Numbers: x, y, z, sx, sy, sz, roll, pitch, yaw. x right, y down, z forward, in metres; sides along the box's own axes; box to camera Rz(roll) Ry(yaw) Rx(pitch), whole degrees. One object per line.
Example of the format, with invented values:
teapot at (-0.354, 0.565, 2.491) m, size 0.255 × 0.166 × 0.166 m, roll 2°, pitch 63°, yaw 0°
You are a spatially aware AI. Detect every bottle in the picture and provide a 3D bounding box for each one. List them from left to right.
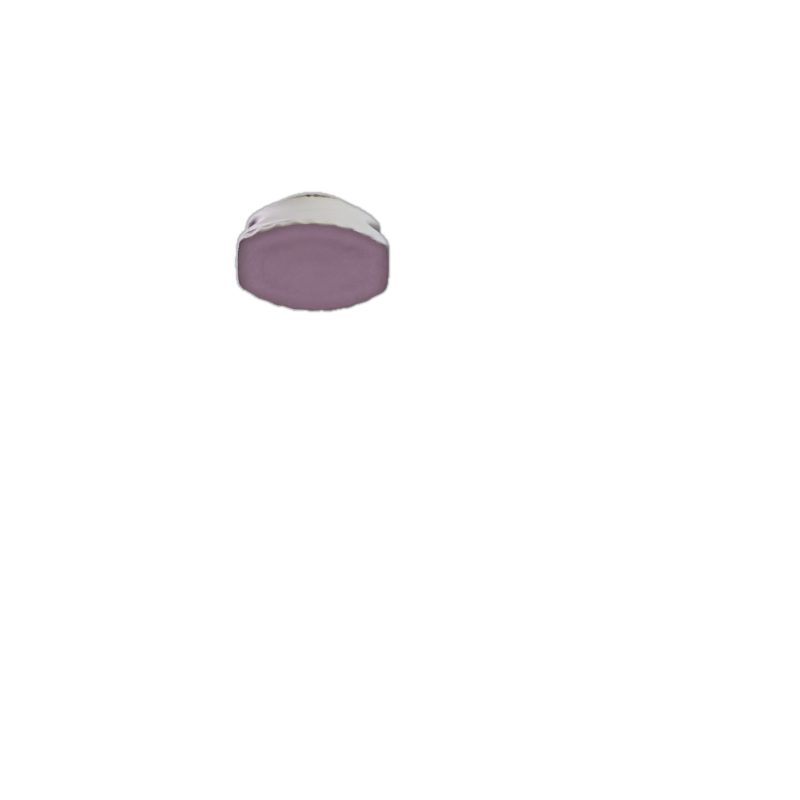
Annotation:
bottle at (-0.061, -0.111, 0.777) m, size 0.096 × 0.057 × 0.198 m, roll -1°, pitch 17°, yaw -3°
